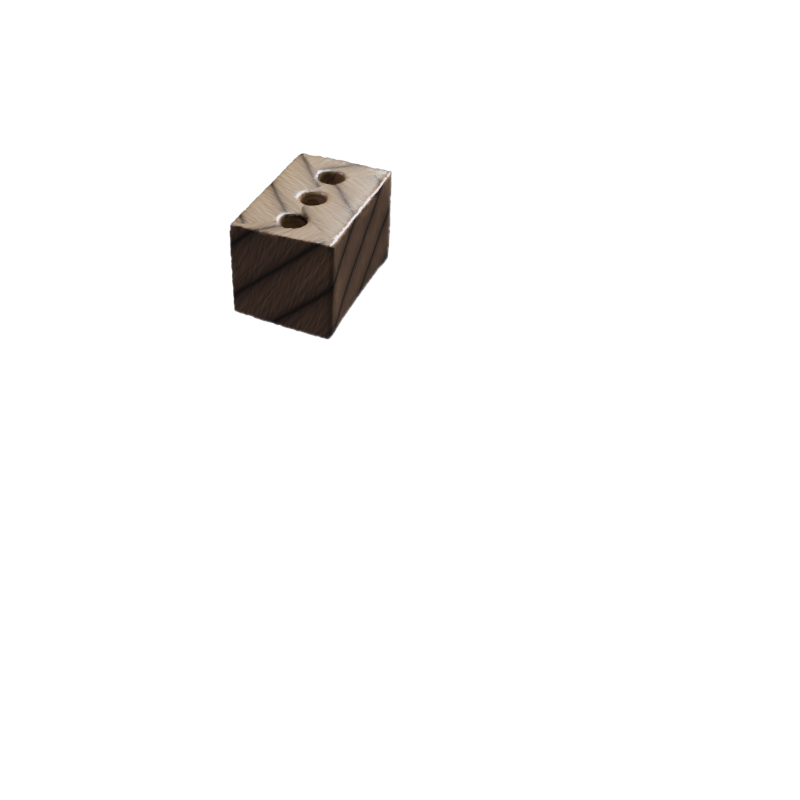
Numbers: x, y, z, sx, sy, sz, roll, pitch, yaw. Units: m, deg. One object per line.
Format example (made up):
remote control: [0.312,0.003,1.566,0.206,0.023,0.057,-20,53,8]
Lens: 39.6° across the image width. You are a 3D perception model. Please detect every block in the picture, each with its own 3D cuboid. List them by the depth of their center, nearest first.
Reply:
block: [-0.042,-0.077,0.538,0.054,0.048,0.081,14,39,16]
